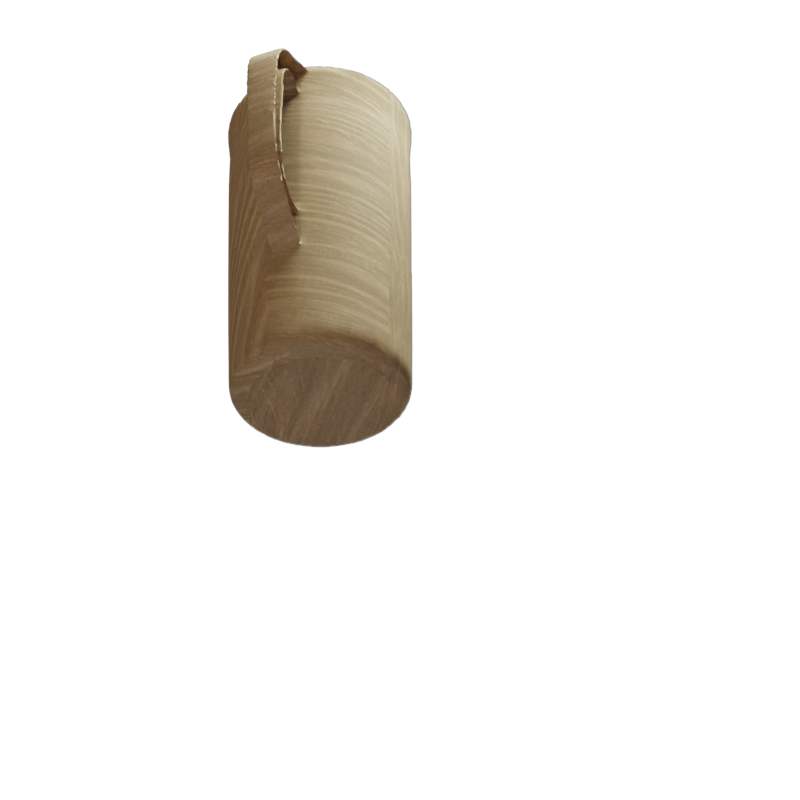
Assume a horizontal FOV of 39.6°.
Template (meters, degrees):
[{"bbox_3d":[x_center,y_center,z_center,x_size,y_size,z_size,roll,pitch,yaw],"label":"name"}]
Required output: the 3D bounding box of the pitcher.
[{"bbox_3d":[-0.056,-0.103,0.720,0.144,0.261,0.140,17,-45,-22],"label":"pitcher"}]
